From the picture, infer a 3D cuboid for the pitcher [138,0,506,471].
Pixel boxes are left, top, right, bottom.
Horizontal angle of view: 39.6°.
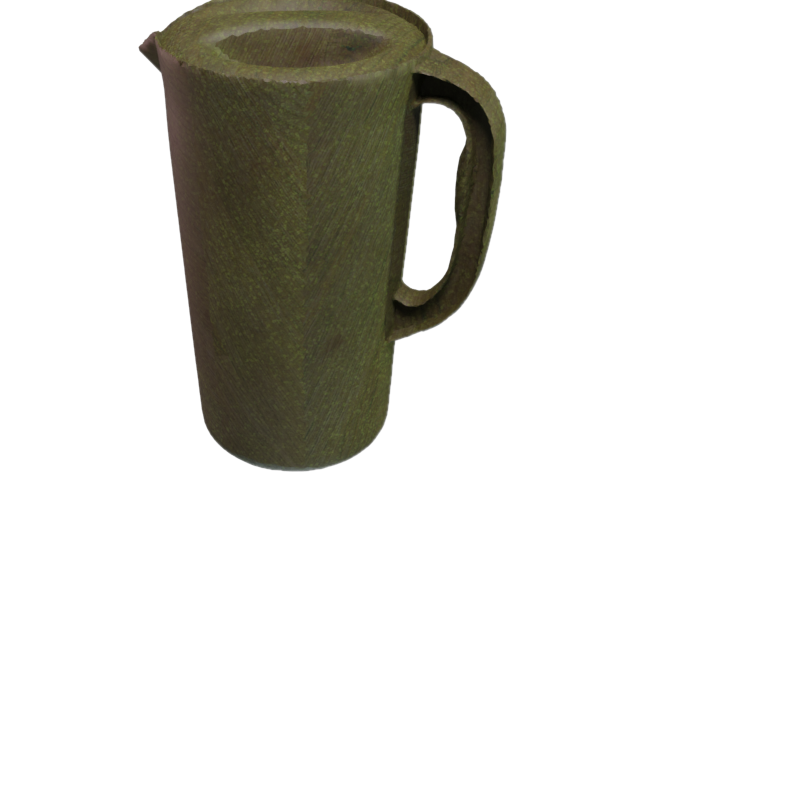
[{"bbox_3d":[-0.046,-0.083,0.582,0.143,0.228,0.161,-14,36,-23],"label":"pitcher"}]
